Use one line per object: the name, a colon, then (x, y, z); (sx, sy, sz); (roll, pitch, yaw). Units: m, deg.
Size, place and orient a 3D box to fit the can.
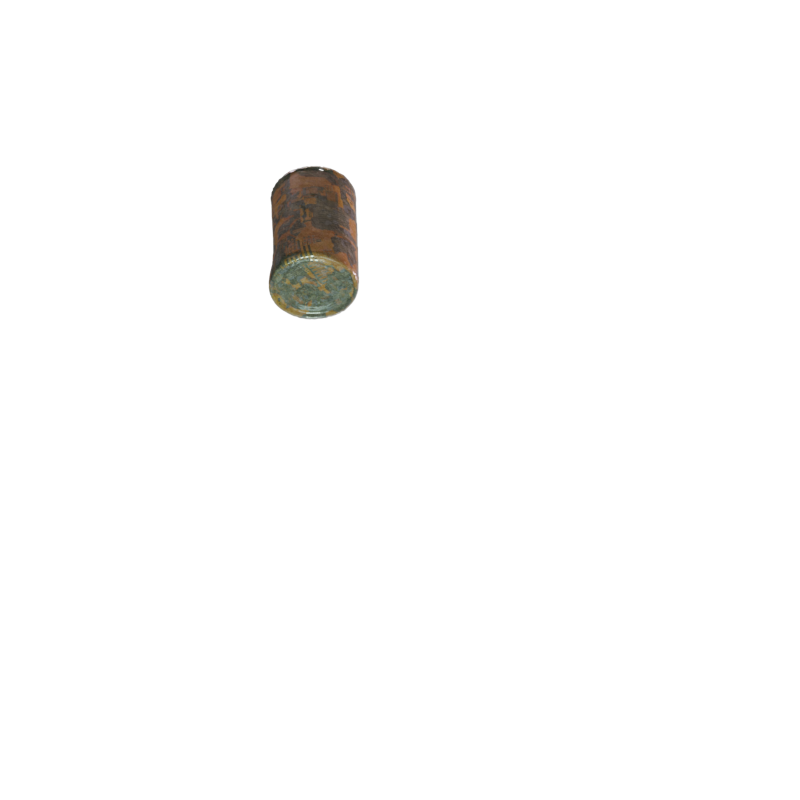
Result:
can: (-0.066, -0.120, 0.842); (0.068, 0.110, 0.064); (-1, -44, -3)
